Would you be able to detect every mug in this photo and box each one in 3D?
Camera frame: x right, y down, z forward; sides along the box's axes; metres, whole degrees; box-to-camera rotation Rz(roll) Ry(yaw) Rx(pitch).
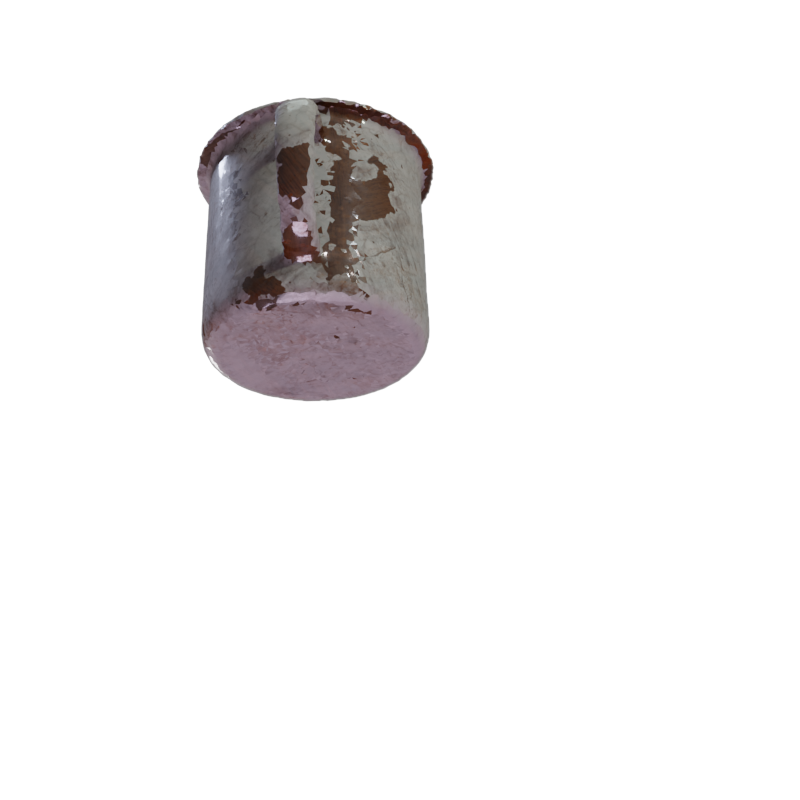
[{"bbox_3d":[-0.032,-0.058,0.406,0.093,0.087,0.109,-1,-31,0],"label":"mug"}]
